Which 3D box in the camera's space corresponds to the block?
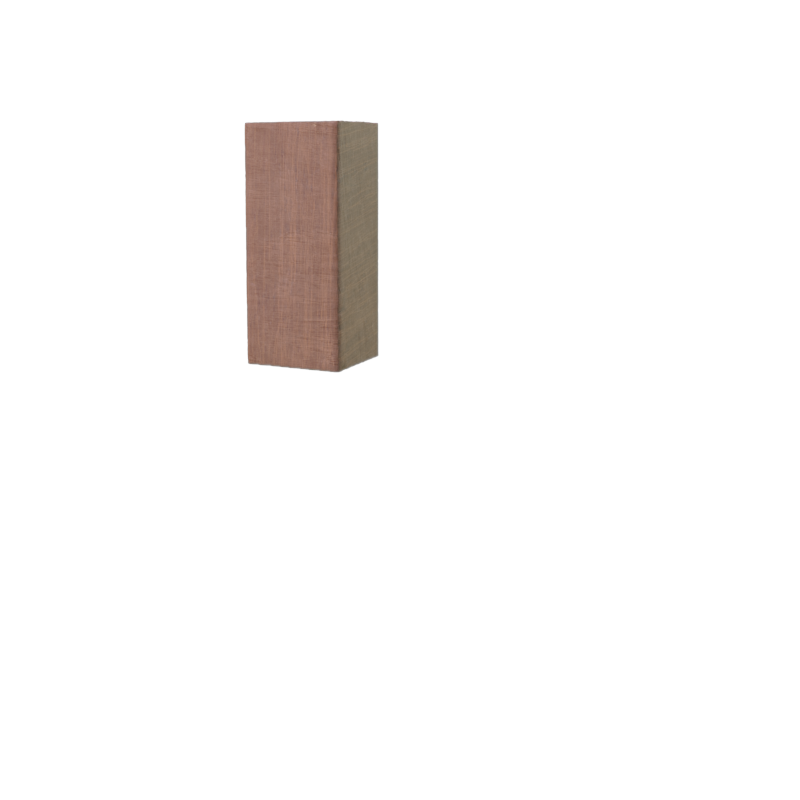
[{"bbox_3d":[-0.076,-0.137,0.959,0.094,0.203,0.088,3,7,24],"label":"block"}]
